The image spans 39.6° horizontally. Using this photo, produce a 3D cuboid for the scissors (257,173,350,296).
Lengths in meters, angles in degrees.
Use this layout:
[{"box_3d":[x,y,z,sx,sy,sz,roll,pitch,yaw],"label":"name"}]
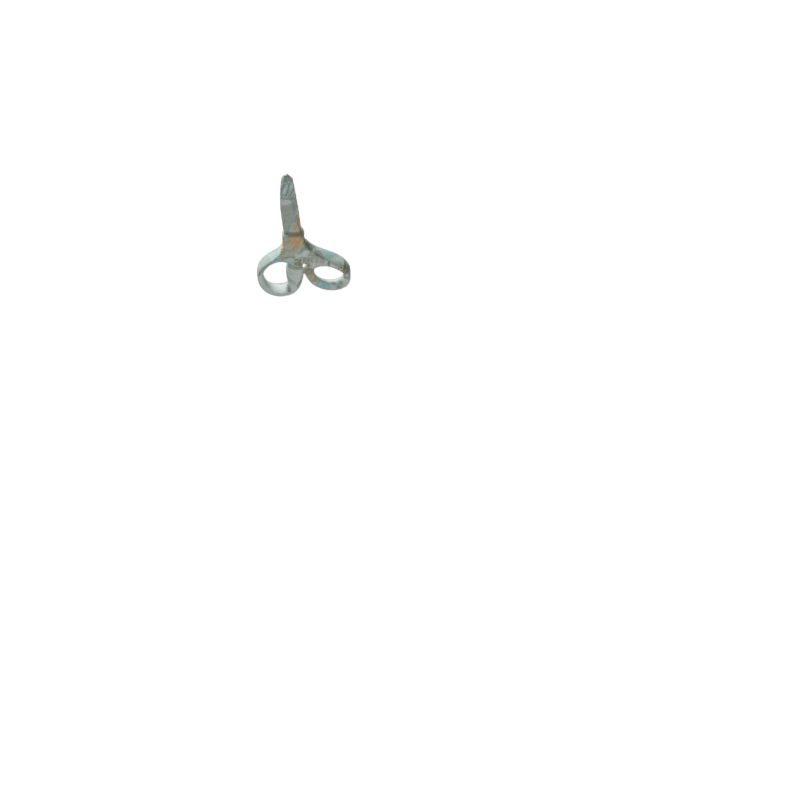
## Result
[{"box_3d":[-0.077,-0.140,0.980,0.094,0.017,0.195,6,-23,-15],"label":"scissors"}]
